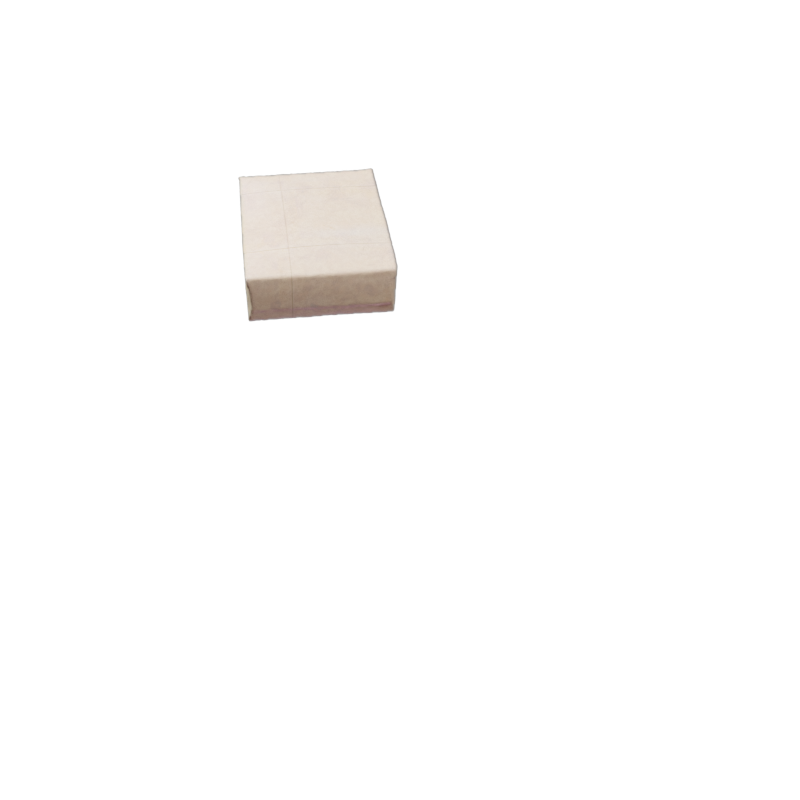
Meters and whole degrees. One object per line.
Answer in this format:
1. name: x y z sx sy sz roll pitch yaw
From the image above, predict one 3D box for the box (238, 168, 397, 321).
1. box: -0.054 -0.099 0.693 0.089 0.036 0.122 -4 40 -6
